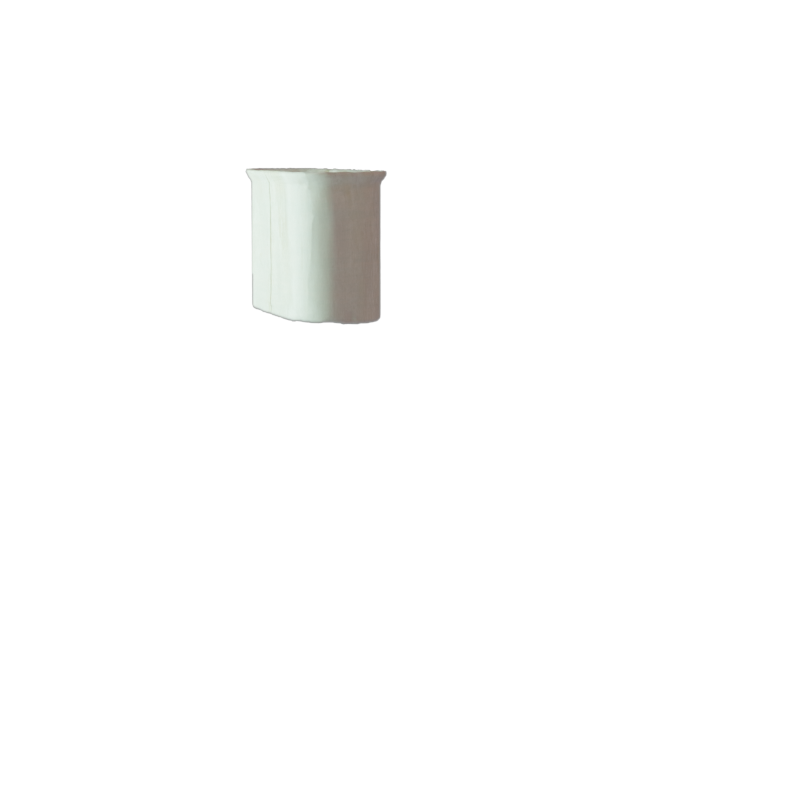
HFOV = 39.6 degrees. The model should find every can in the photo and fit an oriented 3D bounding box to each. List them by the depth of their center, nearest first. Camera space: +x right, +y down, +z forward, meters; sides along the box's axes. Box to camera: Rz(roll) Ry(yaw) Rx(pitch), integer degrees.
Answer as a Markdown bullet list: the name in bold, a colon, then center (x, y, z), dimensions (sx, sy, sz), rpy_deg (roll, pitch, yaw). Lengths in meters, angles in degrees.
- **can**: center (-0.050, -0.091, 0.640), dimensions (0.056, 0.082, 0.107), rpy_deg (-3, 10, -26)
